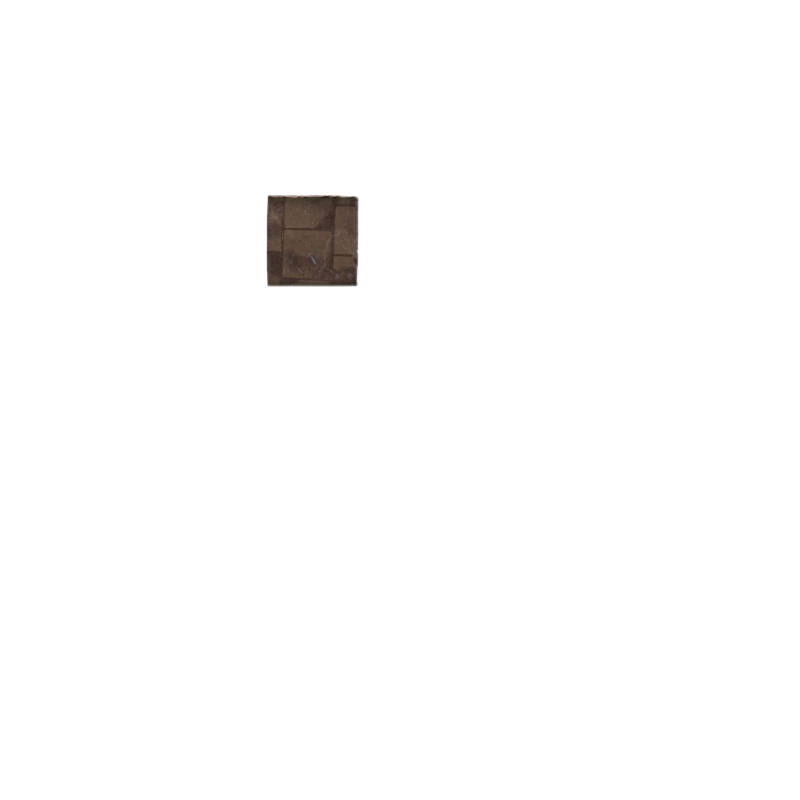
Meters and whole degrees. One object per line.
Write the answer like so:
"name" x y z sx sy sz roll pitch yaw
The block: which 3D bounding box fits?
"block" -0.051 -0.093 0.652 0.052 0.051 0.079 0 5 -4
